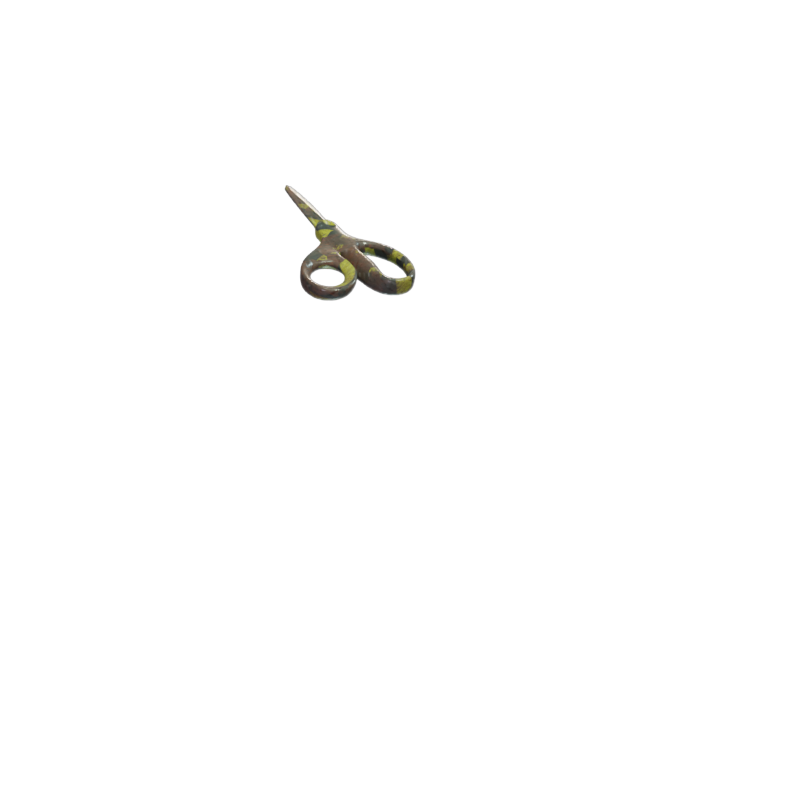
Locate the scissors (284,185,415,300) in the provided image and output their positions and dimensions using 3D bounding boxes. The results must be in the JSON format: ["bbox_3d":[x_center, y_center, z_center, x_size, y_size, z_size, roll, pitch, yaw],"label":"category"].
[{"bbox_3d":[-0.071,-0.129,0.902,0.095,0.015,0.217,-23,40,-31],"label":"scissors"}]
